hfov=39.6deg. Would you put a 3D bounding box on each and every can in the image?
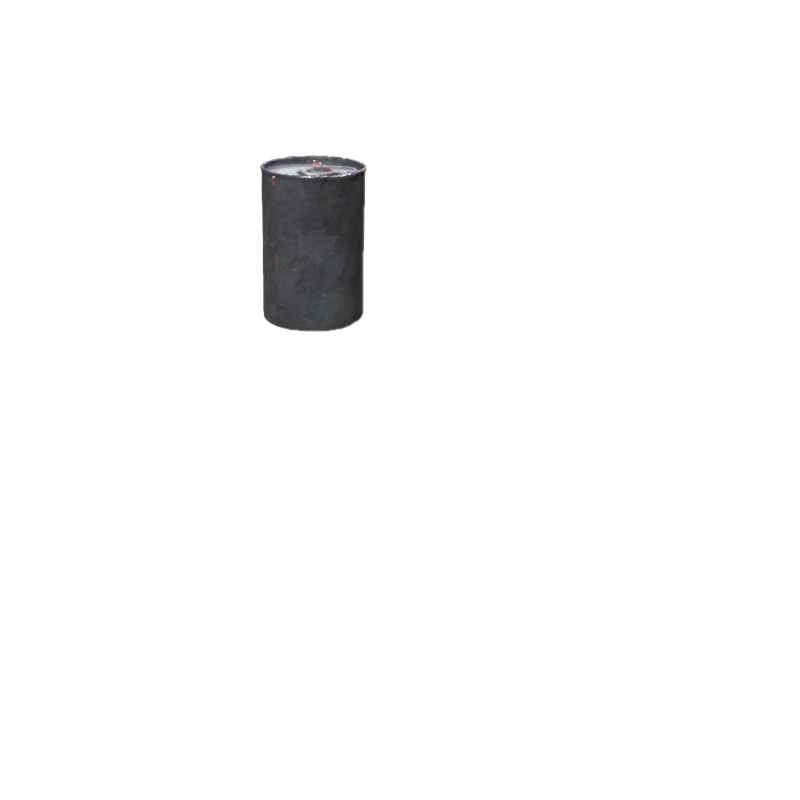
[{"bbox_3d":[-0.056,-0.103,0.722,0.068,0.098,0.071,0,18,-2],"label":"can"}]
